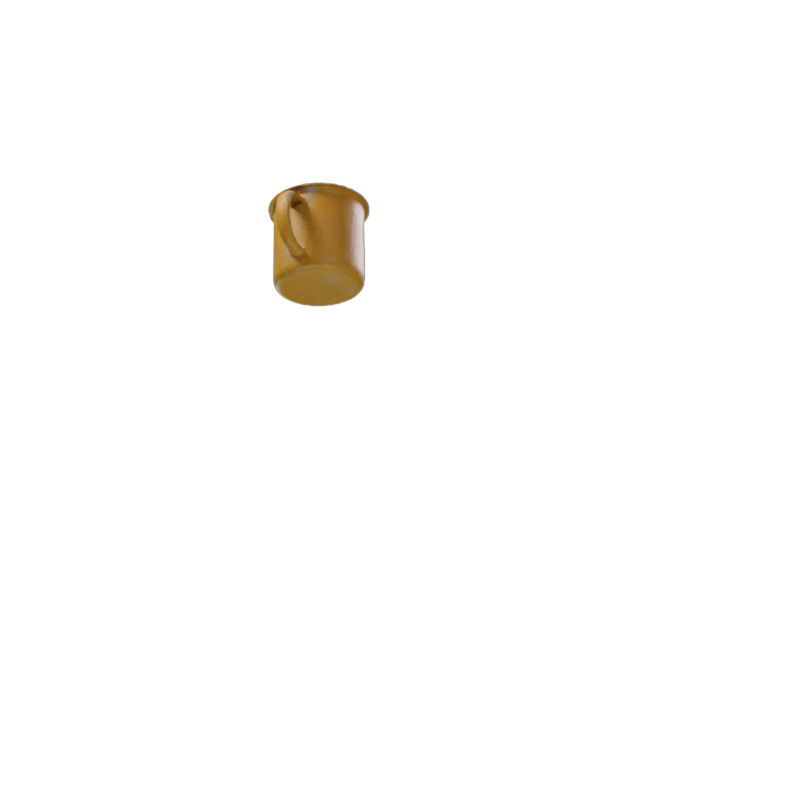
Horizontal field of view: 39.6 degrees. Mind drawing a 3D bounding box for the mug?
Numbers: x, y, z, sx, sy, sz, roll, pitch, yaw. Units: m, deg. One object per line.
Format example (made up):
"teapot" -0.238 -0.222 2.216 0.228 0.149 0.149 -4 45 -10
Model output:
"mug" -0.077 -0.141 0.985 0.095 0.087 0.109 -11 -28 20
